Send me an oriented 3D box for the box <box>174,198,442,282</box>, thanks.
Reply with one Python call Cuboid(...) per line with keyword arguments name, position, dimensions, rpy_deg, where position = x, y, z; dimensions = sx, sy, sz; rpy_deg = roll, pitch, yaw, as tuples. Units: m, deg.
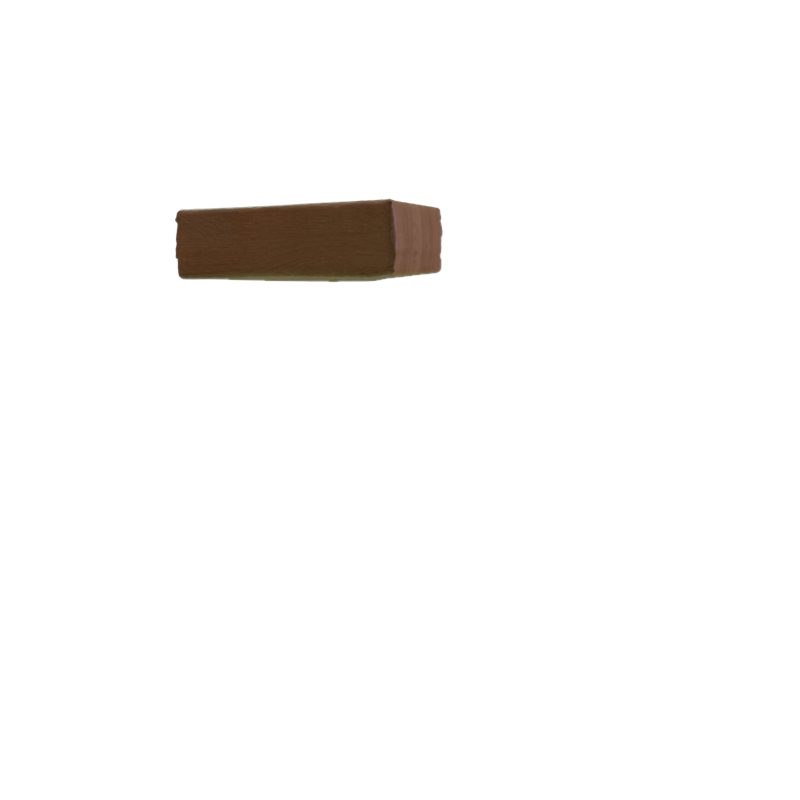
Cuboid(name="box", position=(-0.044, -0.080, 0.560), dimensions=(0.116, 0.039, 0.088), rpy_deg=(3, 7, 19))
